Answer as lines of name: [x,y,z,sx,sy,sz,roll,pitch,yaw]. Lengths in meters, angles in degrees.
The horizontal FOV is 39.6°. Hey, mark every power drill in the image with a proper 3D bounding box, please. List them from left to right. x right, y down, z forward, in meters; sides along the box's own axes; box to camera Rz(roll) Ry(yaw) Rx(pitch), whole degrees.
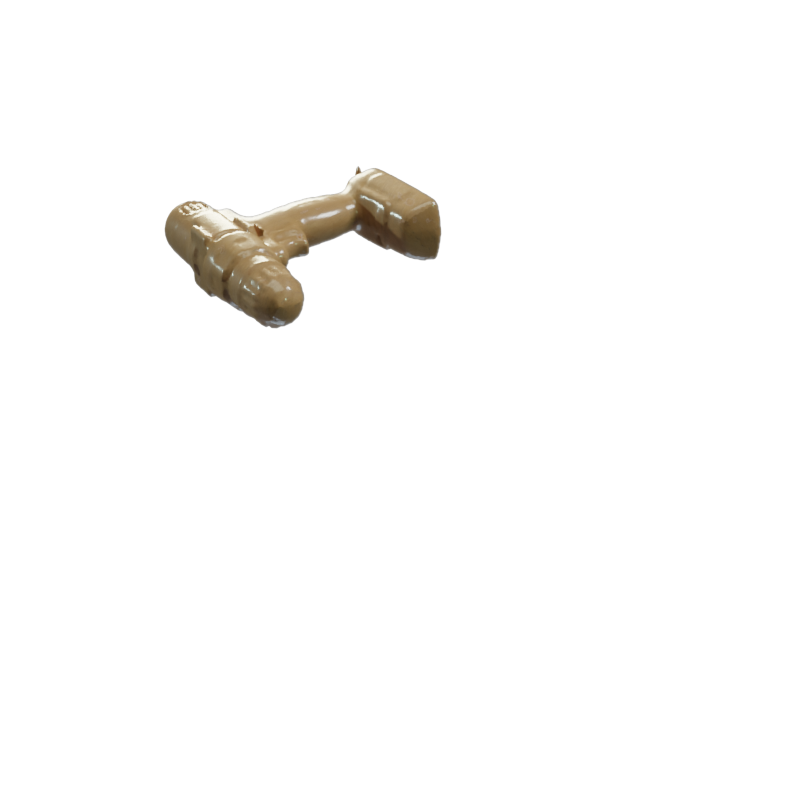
power drill: [-0.066,-0.120,0.840,0.184,0.054,0.198,-16,34,-26]
